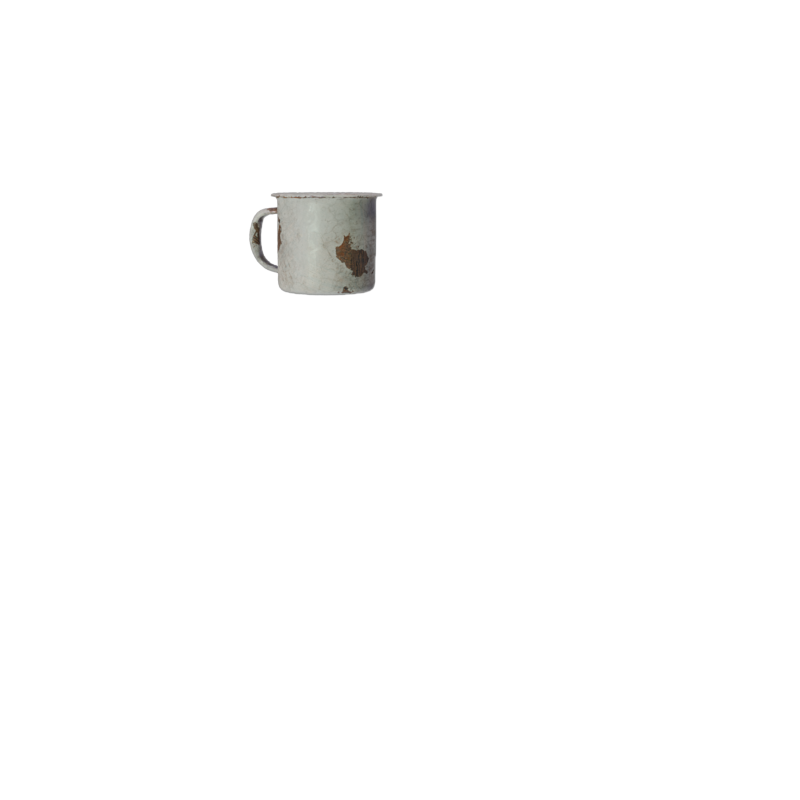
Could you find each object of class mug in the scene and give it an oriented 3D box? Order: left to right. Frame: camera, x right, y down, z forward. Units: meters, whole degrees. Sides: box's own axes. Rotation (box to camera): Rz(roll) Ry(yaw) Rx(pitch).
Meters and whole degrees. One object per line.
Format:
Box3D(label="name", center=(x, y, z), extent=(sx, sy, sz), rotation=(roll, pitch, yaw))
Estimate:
Box3D(label="mug", center=(-0.072, -0.132, 0.925), extent=(0.120, 0.080, 0.092), rotation=(3, 9, 19))
